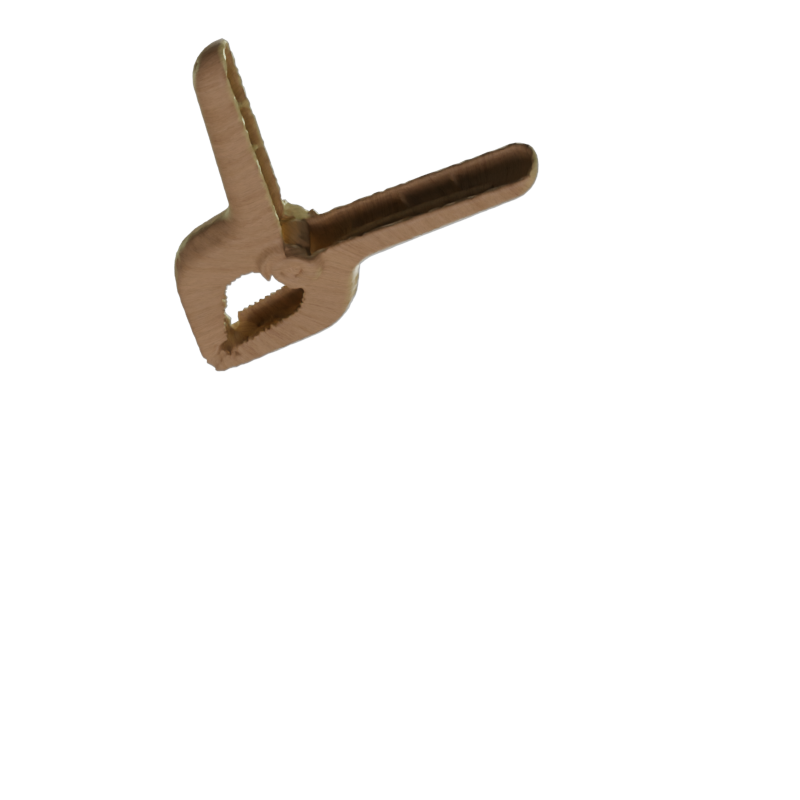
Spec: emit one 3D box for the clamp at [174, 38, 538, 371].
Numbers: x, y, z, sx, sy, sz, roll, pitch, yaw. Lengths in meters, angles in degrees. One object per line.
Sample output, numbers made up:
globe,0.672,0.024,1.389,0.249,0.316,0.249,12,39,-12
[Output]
clamp,-0.043,-0.078,0.544,0.160,0.039,0.201,12,-37,-17
